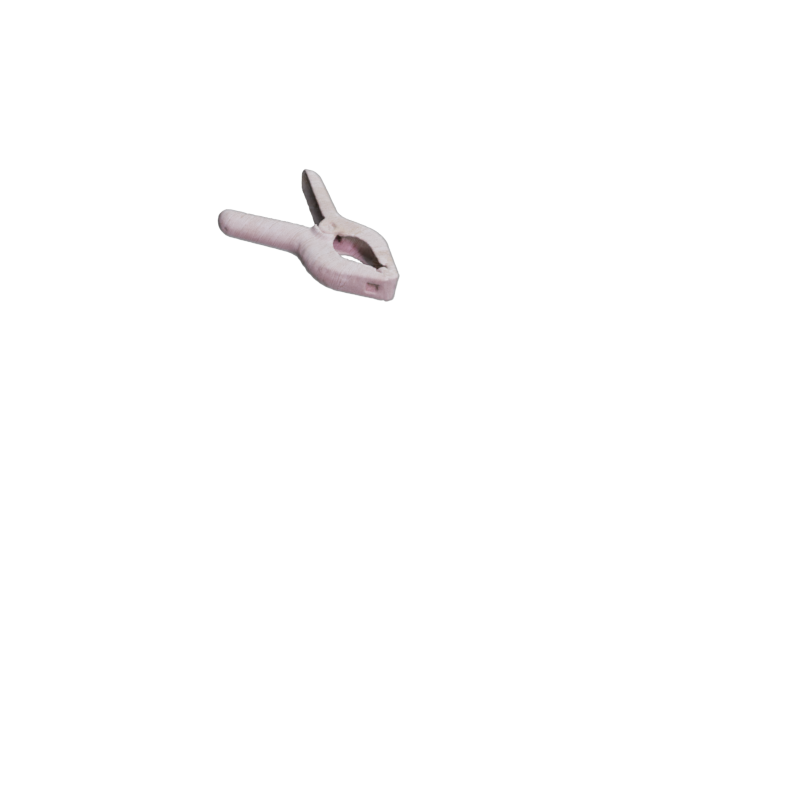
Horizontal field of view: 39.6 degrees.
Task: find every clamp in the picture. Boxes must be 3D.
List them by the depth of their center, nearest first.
[{"bbox_3d":[-0.077,-0.141,0.984,0.120,0.036,0.184,-29,52,-26],"label":"clamp"}]
